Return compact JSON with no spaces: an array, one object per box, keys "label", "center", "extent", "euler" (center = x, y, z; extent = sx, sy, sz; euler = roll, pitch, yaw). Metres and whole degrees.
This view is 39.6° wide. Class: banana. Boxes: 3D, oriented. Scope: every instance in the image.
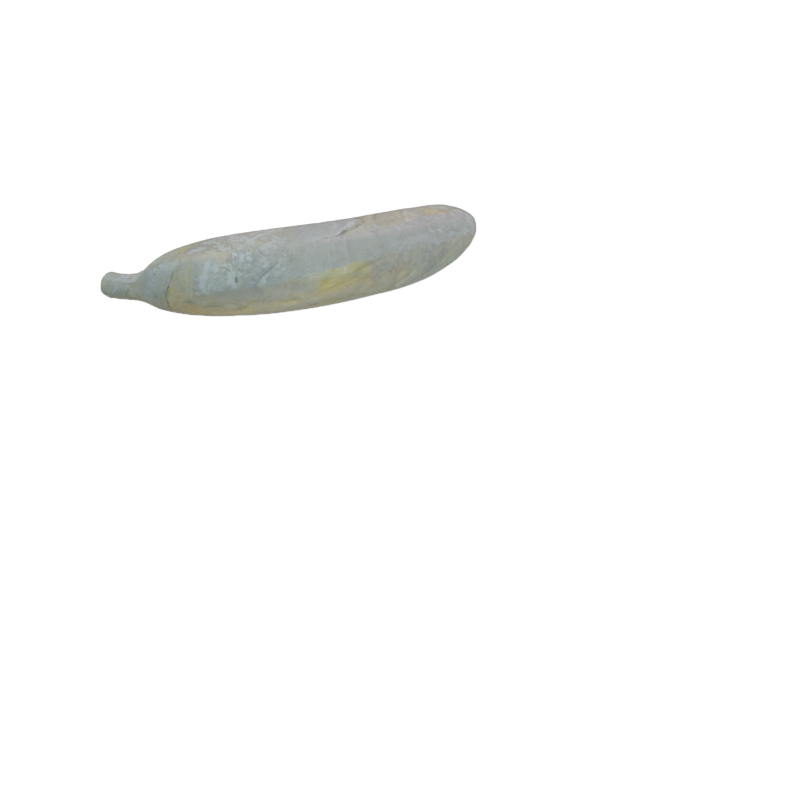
[{"label":"banana","center":[-0.037,-0.069,0.522],"extent":[0.194,0.035,0.074],"euler":[-11,26,-23]}]
